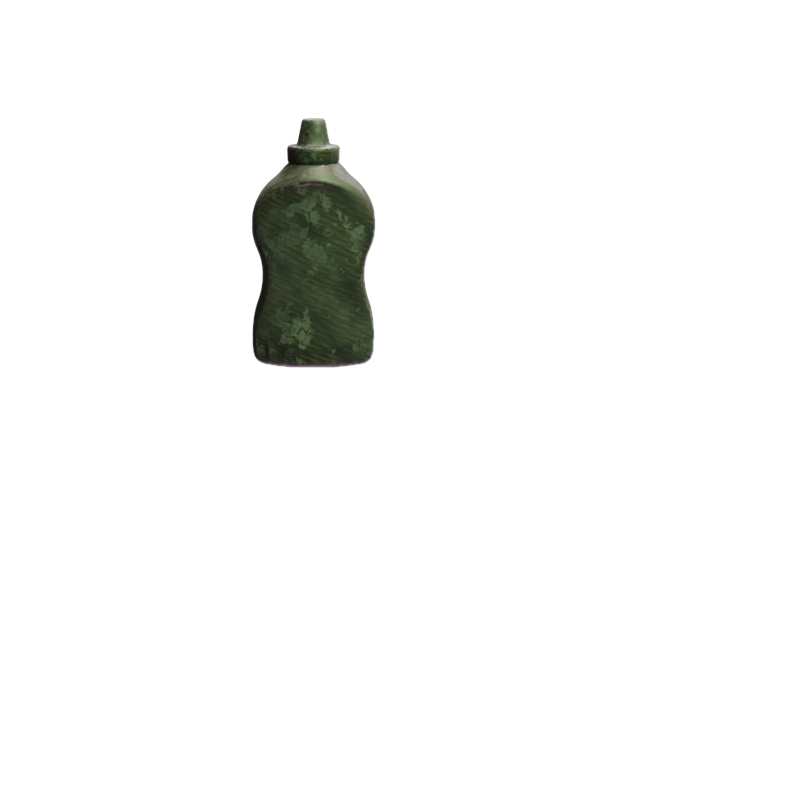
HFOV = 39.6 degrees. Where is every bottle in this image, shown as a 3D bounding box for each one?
[{"bbox_3d":[-0.068,-0.124,0.869,0.096,0.187,0.060,1,12,0],"label":"bottle"}]
